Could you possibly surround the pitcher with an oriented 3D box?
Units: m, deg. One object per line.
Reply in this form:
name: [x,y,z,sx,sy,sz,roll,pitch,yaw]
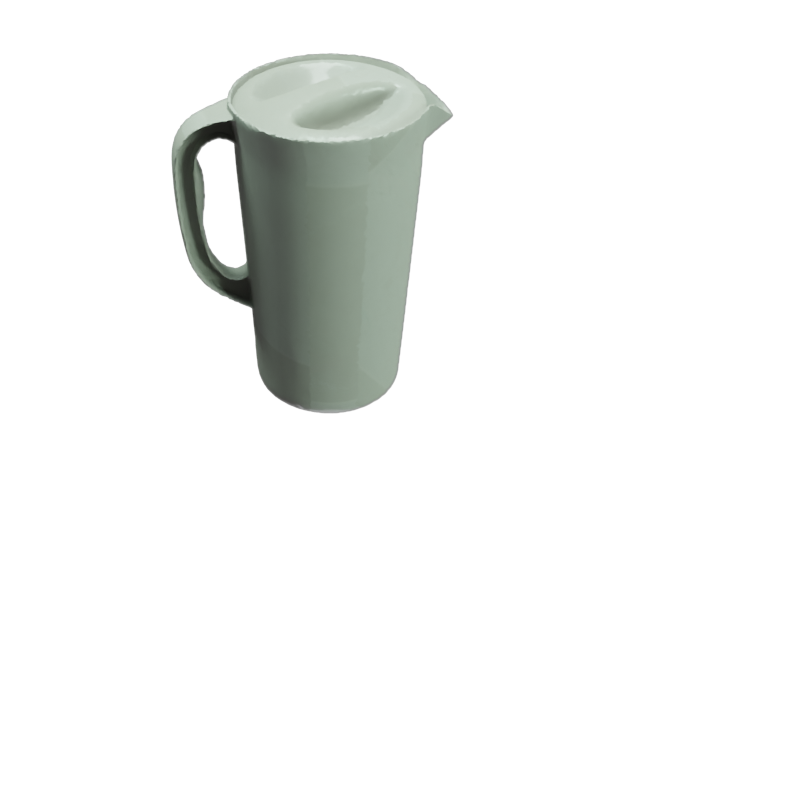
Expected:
pitcher: [-0.061,-0.112,0.785,0.157,0.227,0.147,22,40,25]
